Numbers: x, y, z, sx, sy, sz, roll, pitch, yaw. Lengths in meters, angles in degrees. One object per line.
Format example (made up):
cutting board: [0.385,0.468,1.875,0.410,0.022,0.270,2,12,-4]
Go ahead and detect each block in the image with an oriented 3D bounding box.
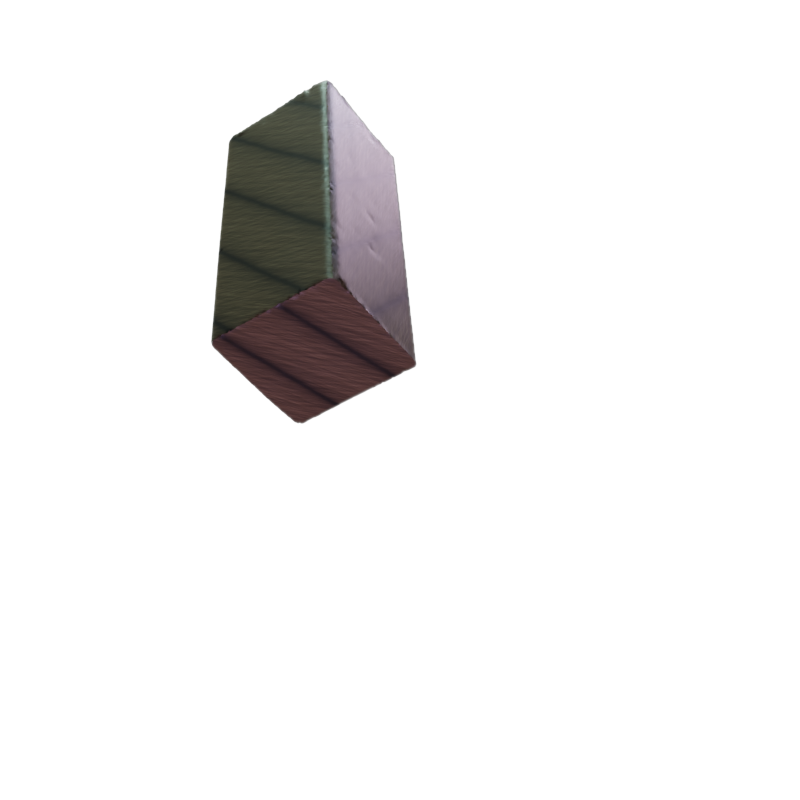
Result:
block: [-0.057,-0.103,0.720,0.091,0.221,0.084,-28,-50,21]
